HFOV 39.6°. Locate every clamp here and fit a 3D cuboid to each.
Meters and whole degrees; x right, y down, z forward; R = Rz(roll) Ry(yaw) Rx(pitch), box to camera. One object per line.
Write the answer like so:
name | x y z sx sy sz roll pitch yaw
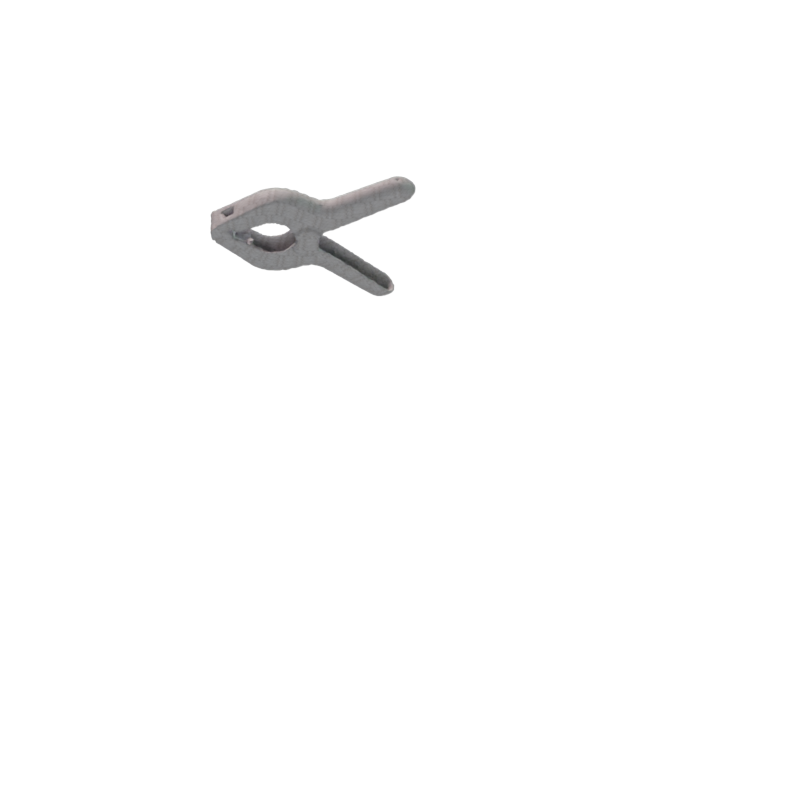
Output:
clamp | -0.074 -0.135 0.943 0.171 0.112 0.042 -1 34 0
